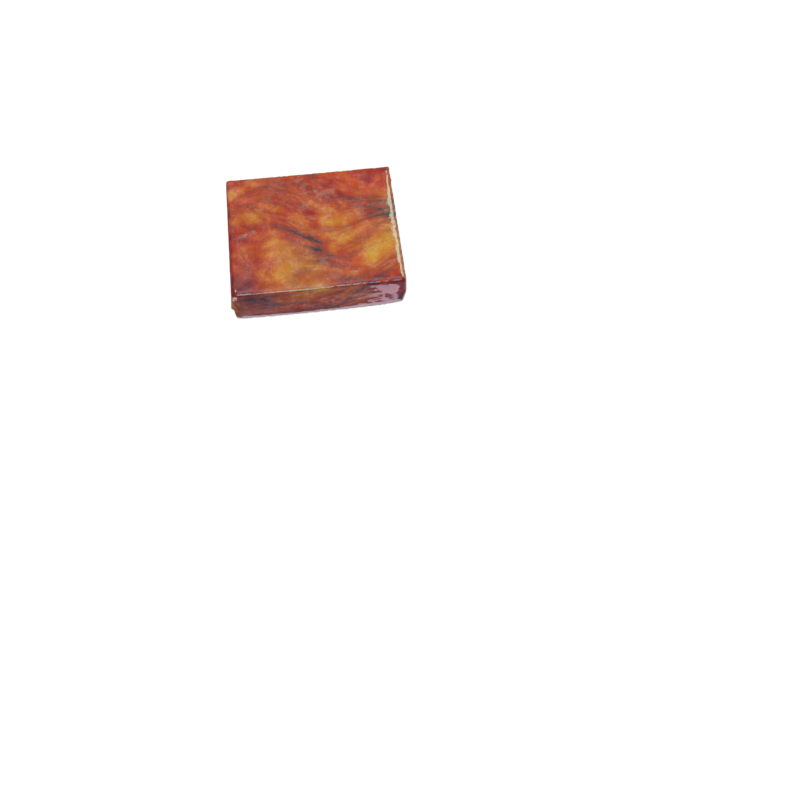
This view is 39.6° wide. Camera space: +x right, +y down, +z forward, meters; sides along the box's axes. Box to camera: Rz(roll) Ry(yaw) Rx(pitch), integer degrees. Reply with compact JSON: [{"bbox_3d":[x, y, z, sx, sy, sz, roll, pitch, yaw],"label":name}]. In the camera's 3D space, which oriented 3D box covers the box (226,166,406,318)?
[{"bbox_3d":[-0.057,-0.104,0.730,0.113,0.096,0.037,-5,-29,-3],"label":"box"}]
